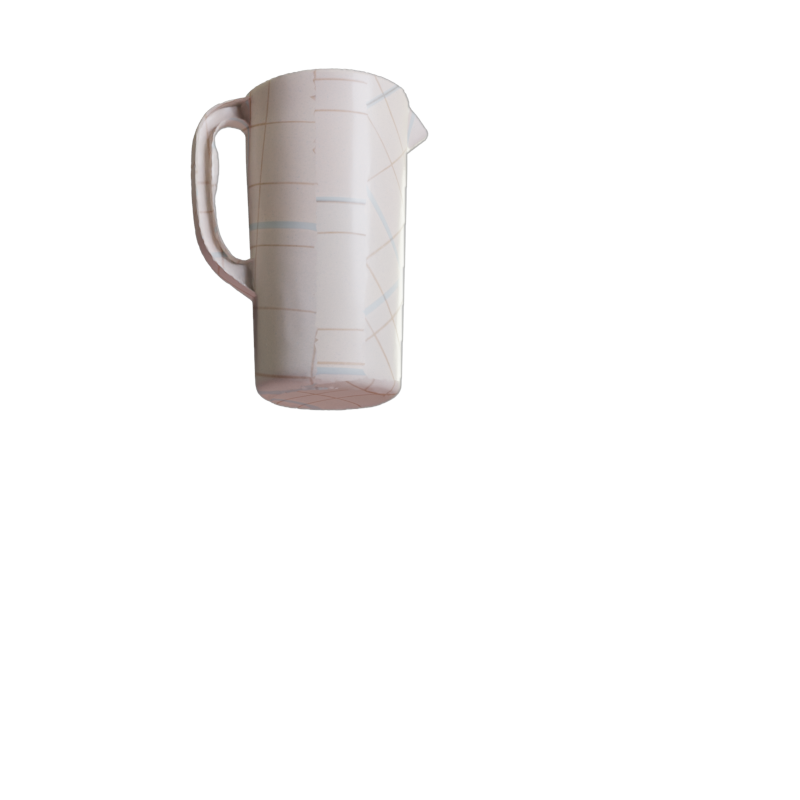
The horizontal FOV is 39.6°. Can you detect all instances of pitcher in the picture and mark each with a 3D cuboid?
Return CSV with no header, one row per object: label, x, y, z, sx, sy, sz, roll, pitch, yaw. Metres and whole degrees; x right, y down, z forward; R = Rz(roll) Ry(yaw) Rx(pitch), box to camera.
pitcher,-0.066,-0.121,0.846,0.152,0.253,0.136,-9,-18,26
